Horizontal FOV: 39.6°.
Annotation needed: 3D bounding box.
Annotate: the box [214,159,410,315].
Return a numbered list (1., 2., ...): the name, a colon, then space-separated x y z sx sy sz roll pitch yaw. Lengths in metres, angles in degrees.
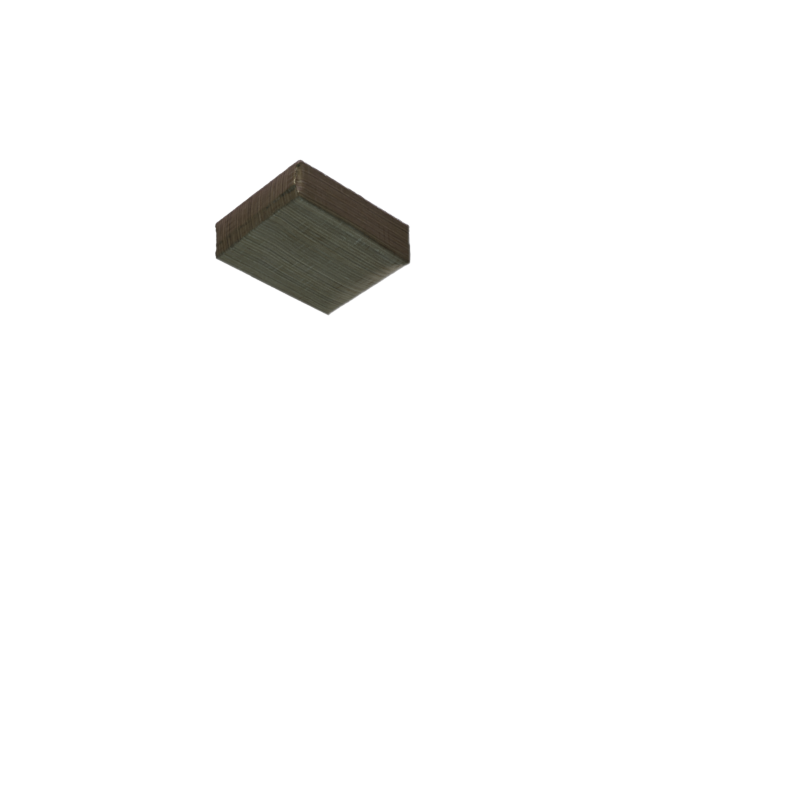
1. box: -0.062 -0.112 0.787 0.106 0.042 0.089 29 -44 -36
